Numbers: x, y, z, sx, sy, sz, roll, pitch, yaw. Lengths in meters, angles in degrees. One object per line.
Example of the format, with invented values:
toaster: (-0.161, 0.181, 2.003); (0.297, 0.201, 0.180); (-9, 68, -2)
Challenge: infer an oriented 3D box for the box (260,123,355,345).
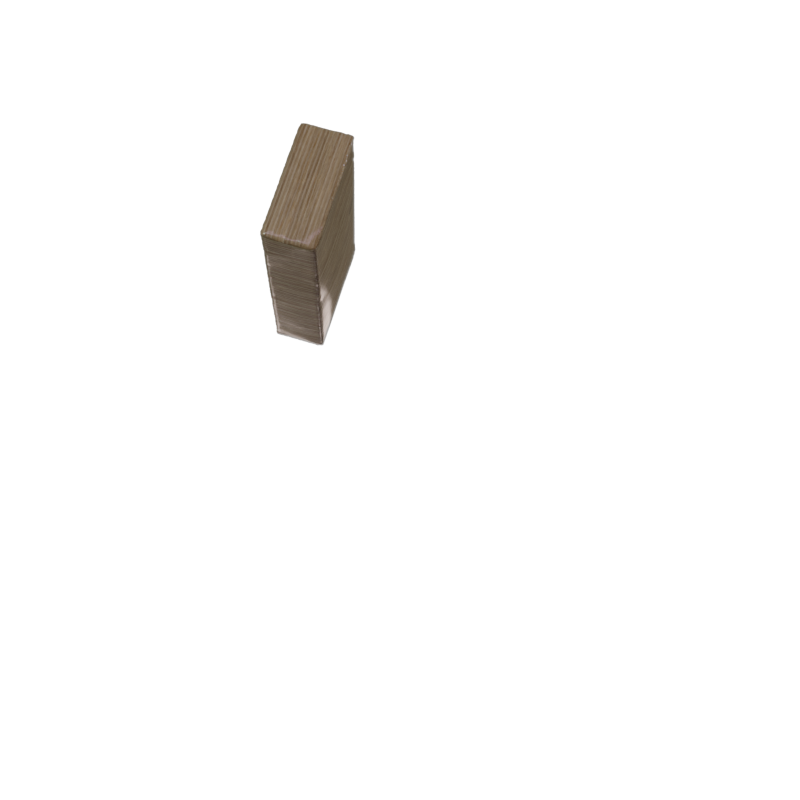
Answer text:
box: (-0.064, -0.116, 0.815); (0.048, 0.097, 0.168); (16, -20, 1)
